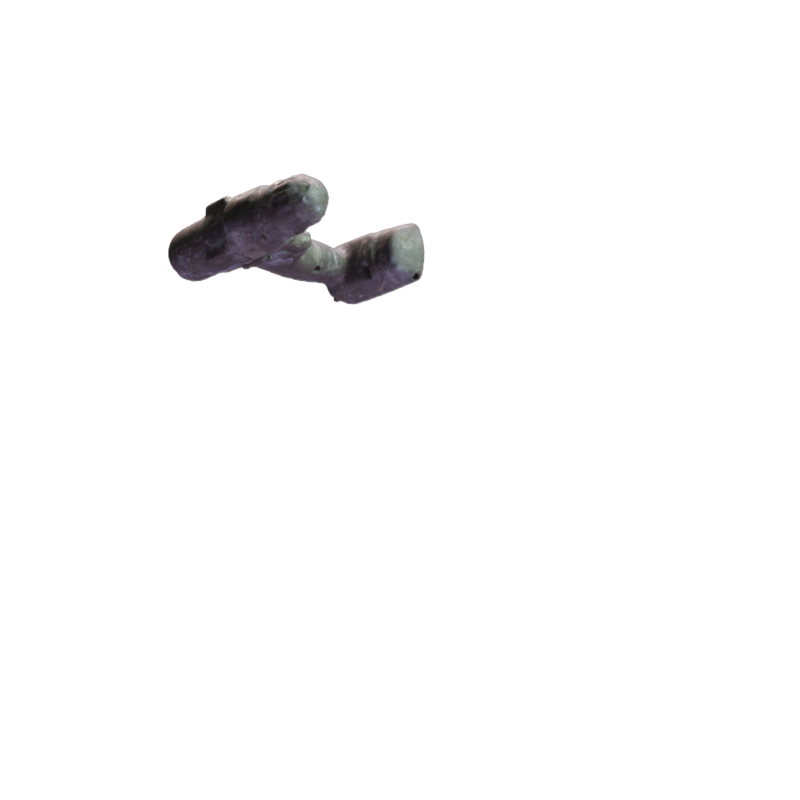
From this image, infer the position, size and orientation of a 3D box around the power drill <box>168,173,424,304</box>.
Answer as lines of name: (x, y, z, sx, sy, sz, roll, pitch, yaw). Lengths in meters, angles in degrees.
power drill: (-0.071, -0.130, 0.913, 0.178, 0.059, 0.187, 9, -15, -40)
